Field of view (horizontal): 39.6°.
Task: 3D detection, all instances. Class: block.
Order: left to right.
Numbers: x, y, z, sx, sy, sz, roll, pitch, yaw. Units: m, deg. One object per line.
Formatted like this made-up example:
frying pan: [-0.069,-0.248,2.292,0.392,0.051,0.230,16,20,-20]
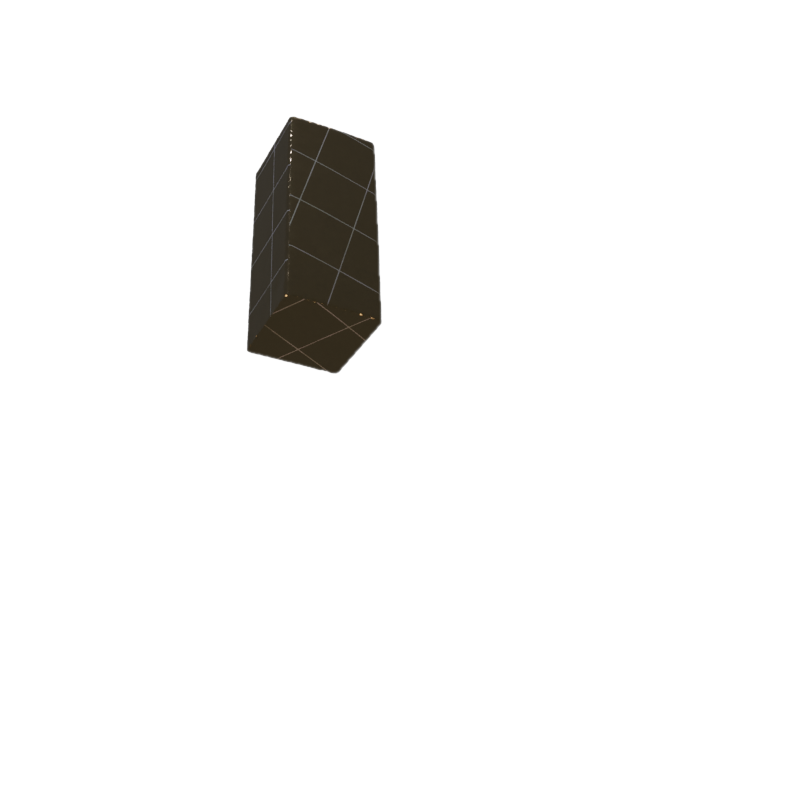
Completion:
block: [-0.077,-0.142,0.995,0.087,0.221,0.088,15,-40,-22]
